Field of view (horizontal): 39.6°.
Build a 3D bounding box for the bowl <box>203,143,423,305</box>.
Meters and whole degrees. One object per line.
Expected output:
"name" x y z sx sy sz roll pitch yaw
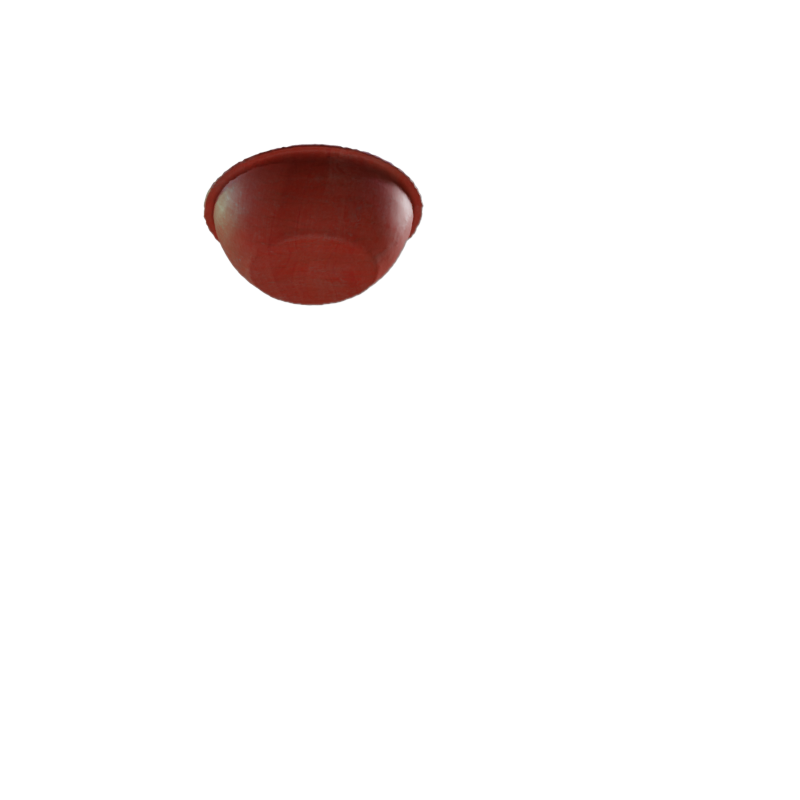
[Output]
"bowl" -0.063 -0.115 0.805 0.162 0.059 0.152 1 -29 -2
